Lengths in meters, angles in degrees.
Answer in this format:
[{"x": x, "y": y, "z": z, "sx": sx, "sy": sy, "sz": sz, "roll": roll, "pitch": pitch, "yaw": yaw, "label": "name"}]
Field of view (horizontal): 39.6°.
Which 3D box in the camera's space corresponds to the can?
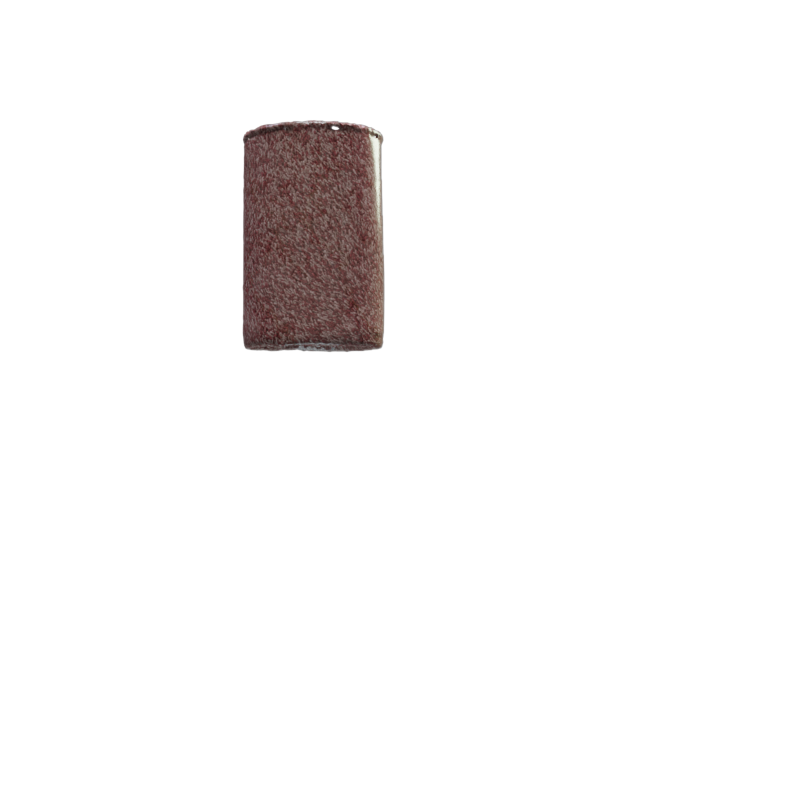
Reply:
[{"x": -0.041, "y": -0.075, "z": 0.528, "sx": 0.068, "sy": 0.104, "sz": 0.068, "roll": 0, "pitch": -6, "yaw": -2, "label": "can"}]
